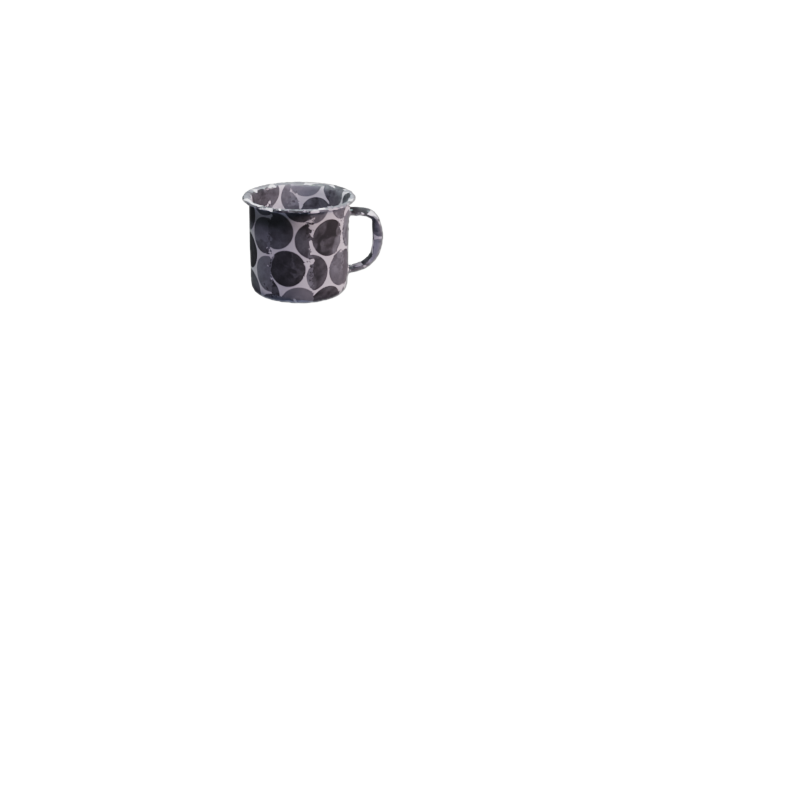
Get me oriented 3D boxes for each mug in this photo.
[{"bbox_3d":[-0.072,-0.132,0.923,0.116,0.078,0.099,-4,23,-12],"label":"mug"}]
